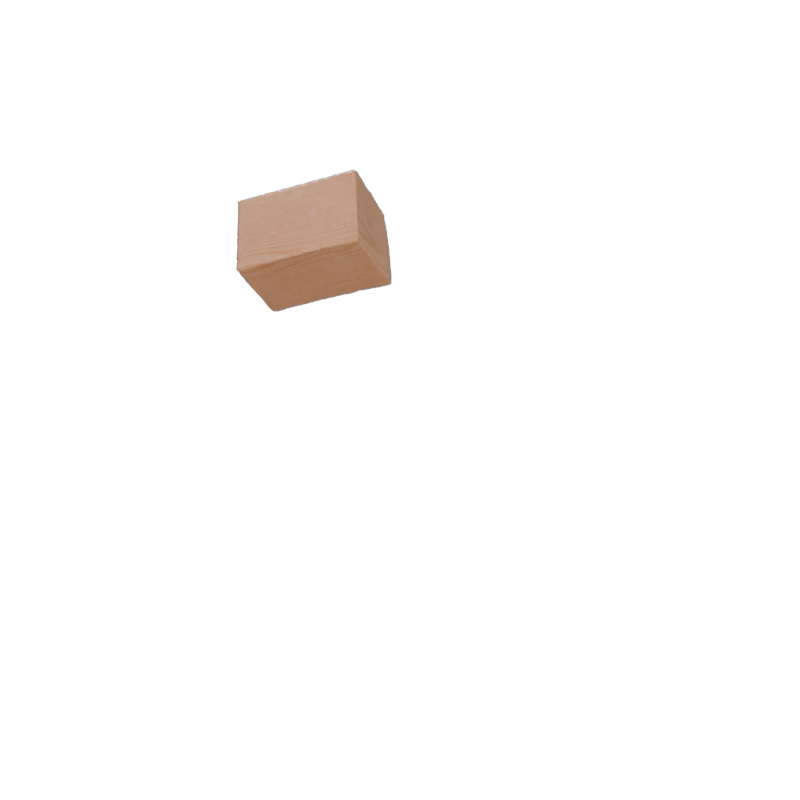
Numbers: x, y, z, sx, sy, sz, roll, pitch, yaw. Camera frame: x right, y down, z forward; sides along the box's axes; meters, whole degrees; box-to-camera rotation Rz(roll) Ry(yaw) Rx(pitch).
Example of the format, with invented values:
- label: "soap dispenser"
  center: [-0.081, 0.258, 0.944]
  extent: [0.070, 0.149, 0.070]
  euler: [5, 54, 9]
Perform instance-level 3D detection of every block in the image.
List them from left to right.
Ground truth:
- label: "block"
  center: [-0.051, -0.093, 0.650]
  extent: [0.079, 0.055, 0.049]
  euler: [-12, -32, 18]
